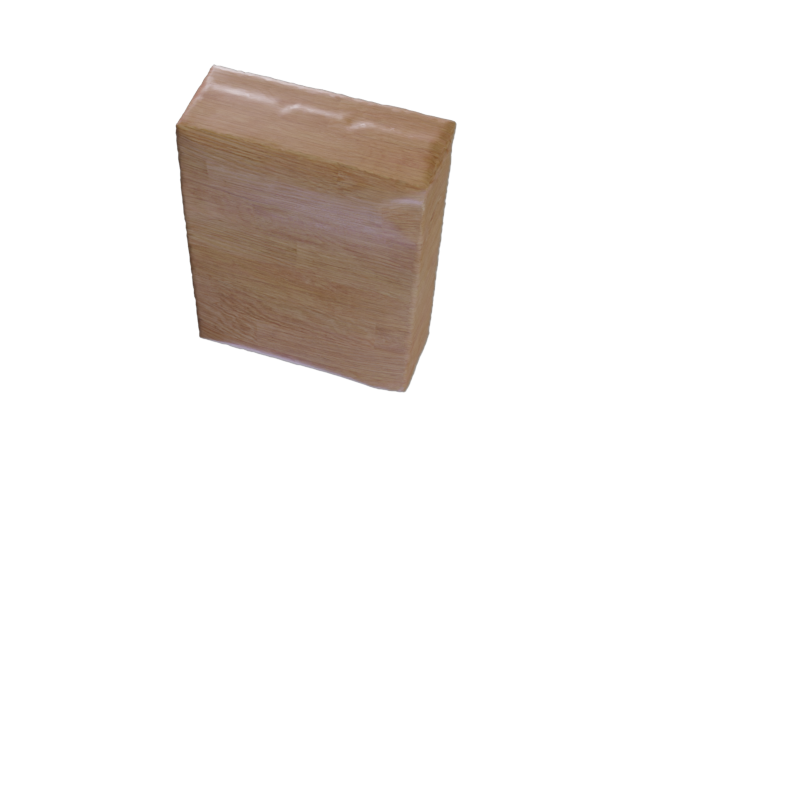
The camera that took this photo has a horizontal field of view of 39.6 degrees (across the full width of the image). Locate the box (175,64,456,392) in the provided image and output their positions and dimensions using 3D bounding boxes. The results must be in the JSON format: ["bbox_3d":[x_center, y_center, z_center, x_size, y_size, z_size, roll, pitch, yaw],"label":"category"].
[{"bbox_3d":[-0.058,-0.107,0.747,0.168,0.075,0.199,17,-36,10],"label":"box"}]
